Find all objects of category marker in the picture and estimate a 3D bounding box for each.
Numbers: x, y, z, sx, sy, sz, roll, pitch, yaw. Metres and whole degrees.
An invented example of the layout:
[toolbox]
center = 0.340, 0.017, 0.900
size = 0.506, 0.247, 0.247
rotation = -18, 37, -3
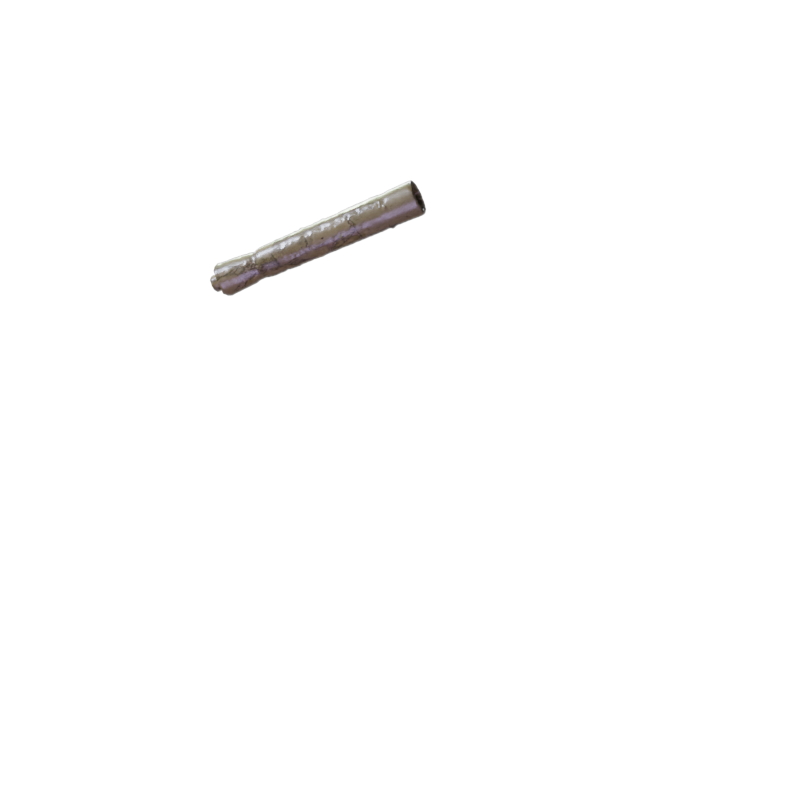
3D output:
[marker]
center = -0.045, -0.082, 0.576
size = 0.121, 0.020, 0.019
rotation = -21, -2, 17
